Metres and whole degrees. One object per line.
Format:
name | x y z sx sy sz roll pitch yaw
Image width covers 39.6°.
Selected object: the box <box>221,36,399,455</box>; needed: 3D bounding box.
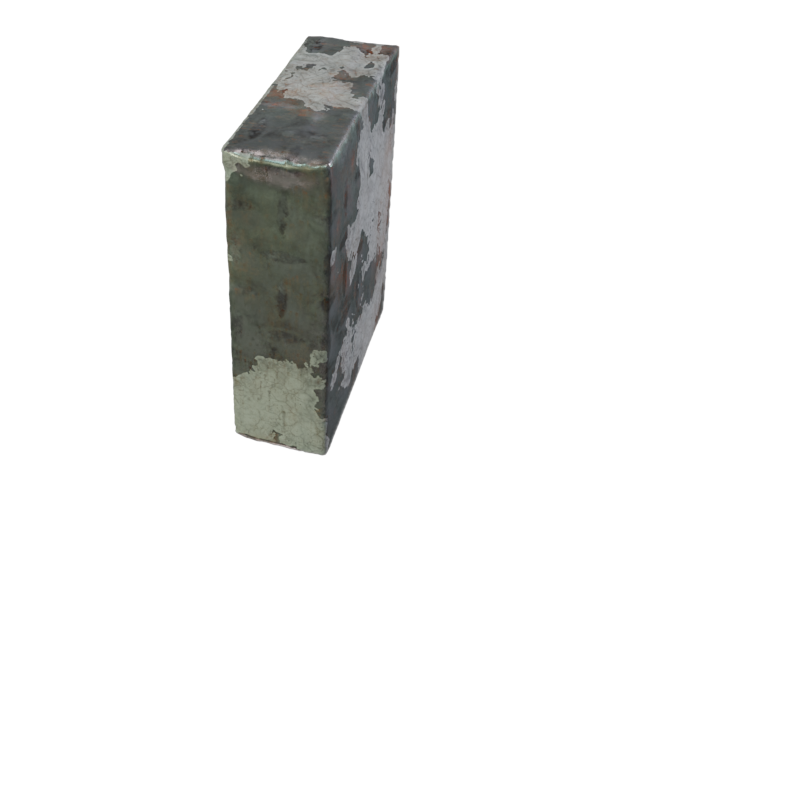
box | -0.056 -0.101 0.709 0.073 0.200 0.172 10 38 9
